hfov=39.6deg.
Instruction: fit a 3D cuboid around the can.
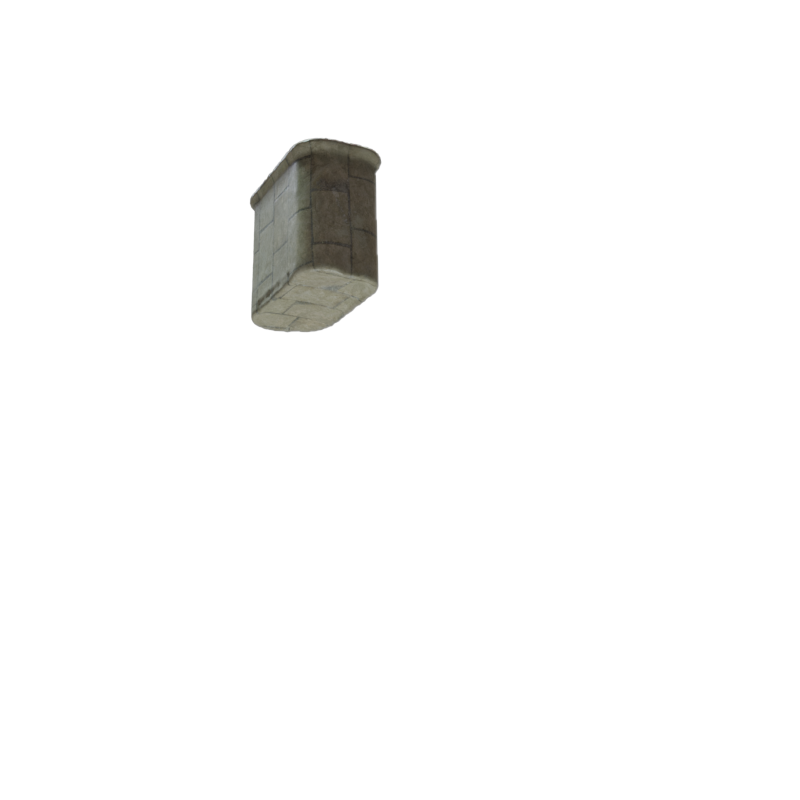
[{"bbox_3d":[-0.052,-0.095,0.666,0.055,0.088,0.100,10,-23,-25],"label":"can"}]
